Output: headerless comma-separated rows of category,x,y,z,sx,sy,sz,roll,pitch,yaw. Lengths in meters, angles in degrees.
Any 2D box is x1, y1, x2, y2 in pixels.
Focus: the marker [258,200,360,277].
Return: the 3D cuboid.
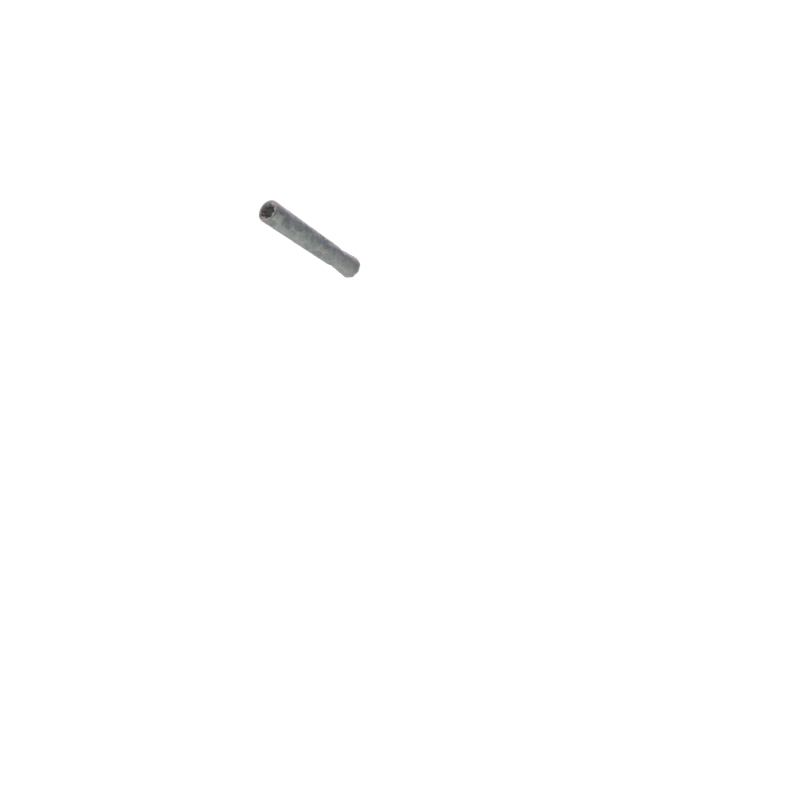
marker,-0.071,-0.129,0.901,0.021,0.020,0.113,3,-17,38
